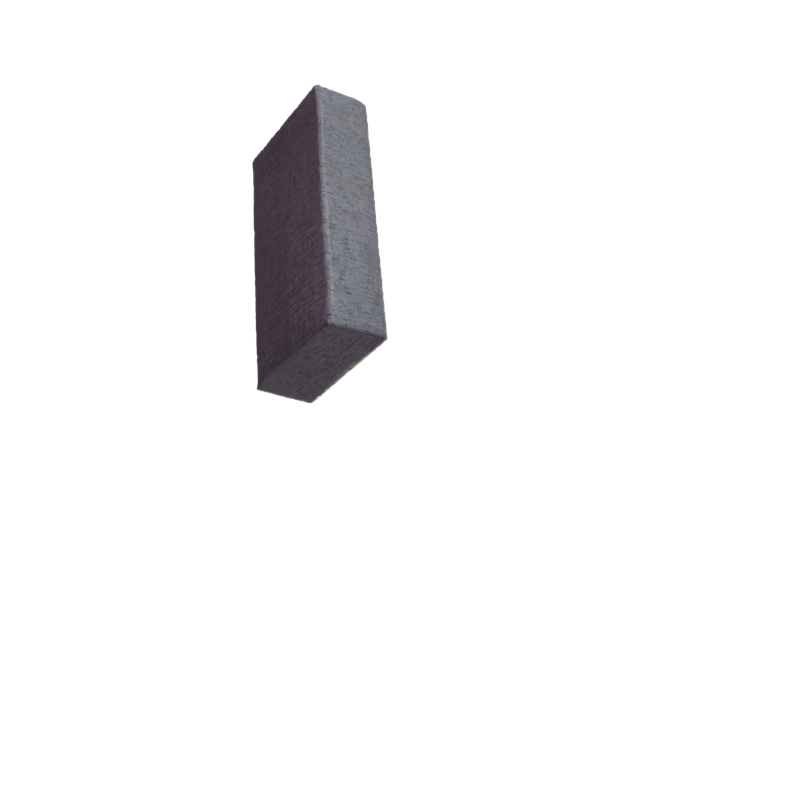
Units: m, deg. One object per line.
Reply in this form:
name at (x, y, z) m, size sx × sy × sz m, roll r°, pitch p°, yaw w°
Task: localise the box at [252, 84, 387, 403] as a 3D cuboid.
box at (-0.053, -0.098, 0.687) m, size 0.046 × 0.188 × 0.092 m, roll 17°, pitch -36°, yaw -28°
